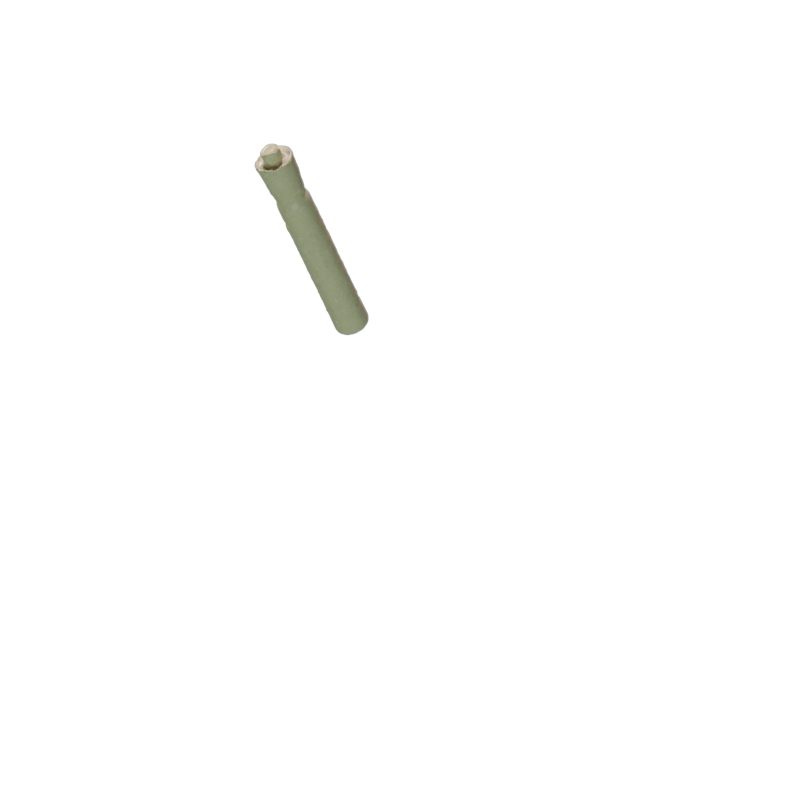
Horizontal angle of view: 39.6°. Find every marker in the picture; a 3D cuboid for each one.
[{"bbox_3d":[-0.043,-0.078,0.545,0.020,0.021,0.112,2,-41,26],"label":"marker"}]
